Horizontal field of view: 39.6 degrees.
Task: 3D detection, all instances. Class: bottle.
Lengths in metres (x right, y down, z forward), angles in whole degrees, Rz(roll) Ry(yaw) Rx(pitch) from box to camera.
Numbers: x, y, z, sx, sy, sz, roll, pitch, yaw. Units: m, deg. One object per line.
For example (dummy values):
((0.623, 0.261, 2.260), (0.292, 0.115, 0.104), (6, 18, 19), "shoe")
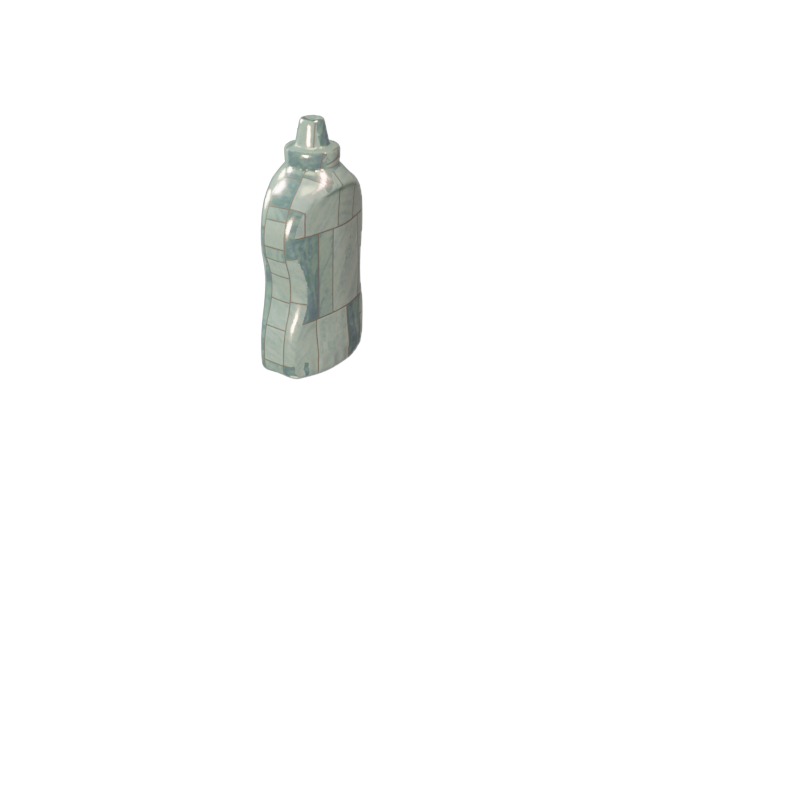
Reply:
((-0.066, -0.119, 0.832), (0.061, 0.182, 0.096), (17, 29, 31), "bottle")
